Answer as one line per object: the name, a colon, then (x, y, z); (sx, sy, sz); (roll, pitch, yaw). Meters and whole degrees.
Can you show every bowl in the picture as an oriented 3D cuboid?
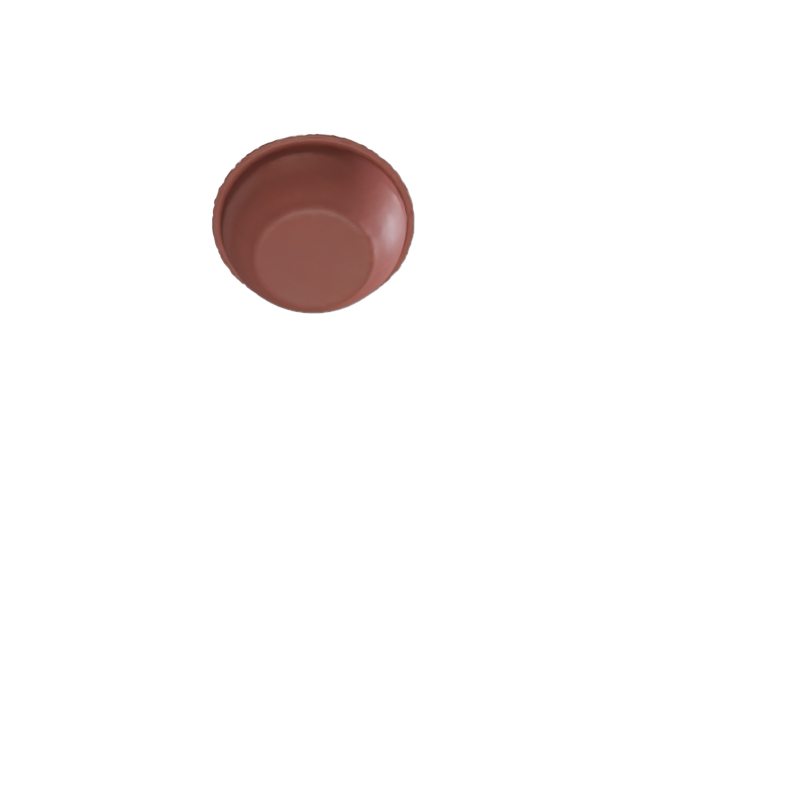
bowl: (-0.067, -0.123, 0.862); (0.162, 0.152, 0.059); (1, 34, -1)
